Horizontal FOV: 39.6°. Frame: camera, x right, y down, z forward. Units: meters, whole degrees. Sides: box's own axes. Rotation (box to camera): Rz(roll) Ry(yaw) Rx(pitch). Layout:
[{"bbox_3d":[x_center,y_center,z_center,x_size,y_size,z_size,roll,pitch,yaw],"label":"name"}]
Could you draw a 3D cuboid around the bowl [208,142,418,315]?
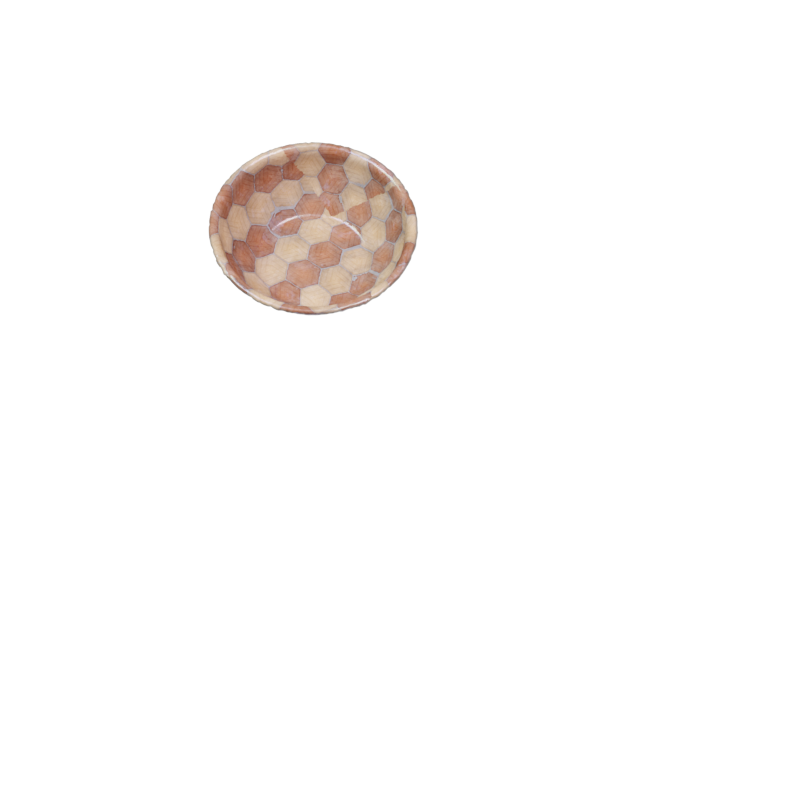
[{"bbox_3d":[-0.069,-0.125,0.878,0.162,0.173,0.052,-1,-31,-1],"label":"bowl"}]
